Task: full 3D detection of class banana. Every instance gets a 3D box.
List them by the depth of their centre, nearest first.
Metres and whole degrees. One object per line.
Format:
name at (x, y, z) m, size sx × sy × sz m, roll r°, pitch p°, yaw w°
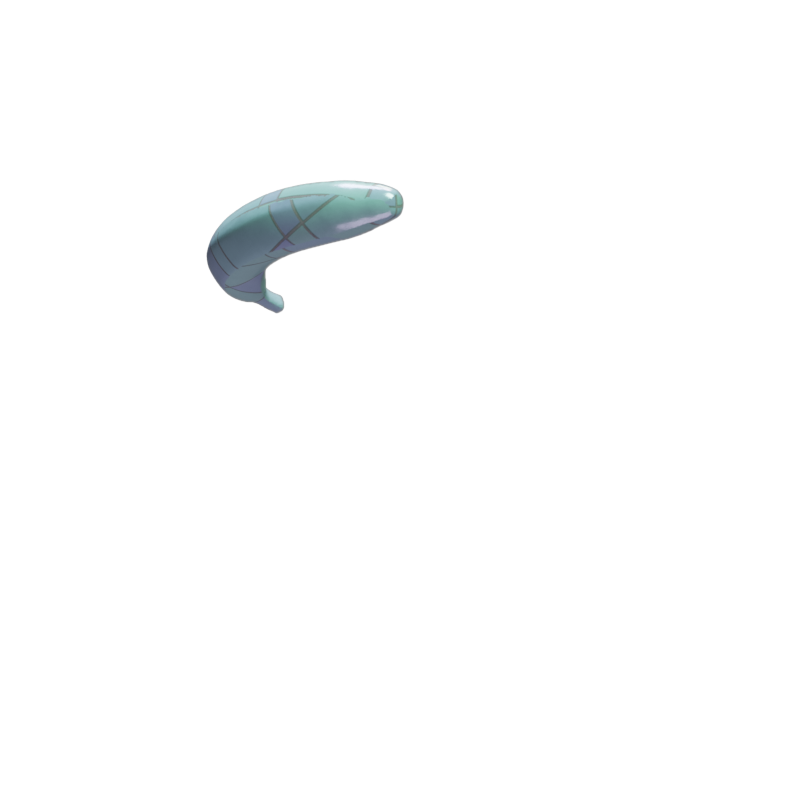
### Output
banana at (-0.068, -0.092, 0.636) m, size 0.067 × 0.038 × 0.197 m, roll 5°, pitch -12°, yaw -24°
